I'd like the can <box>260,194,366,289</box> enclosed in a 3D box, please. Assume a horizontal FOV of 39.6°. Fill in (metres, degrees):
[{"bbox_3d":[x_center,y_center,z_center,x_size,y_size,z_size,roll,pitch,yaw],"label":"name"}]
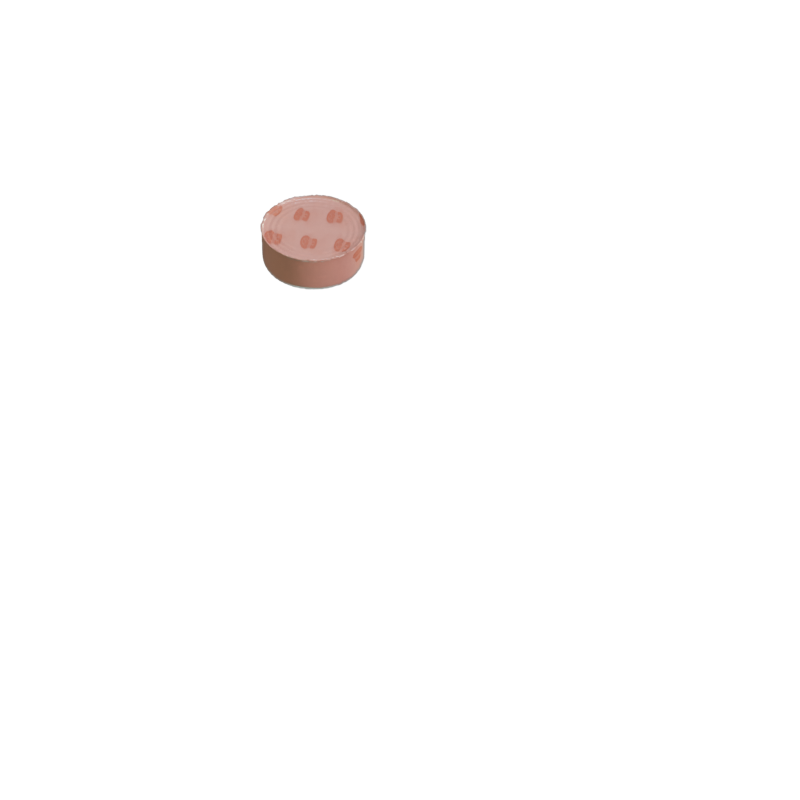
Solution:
[{"bbox_3d":[-0.071,-0.130,0.908,0.086,0.031,0.092,-1,44,-2],"label":"can"}]
